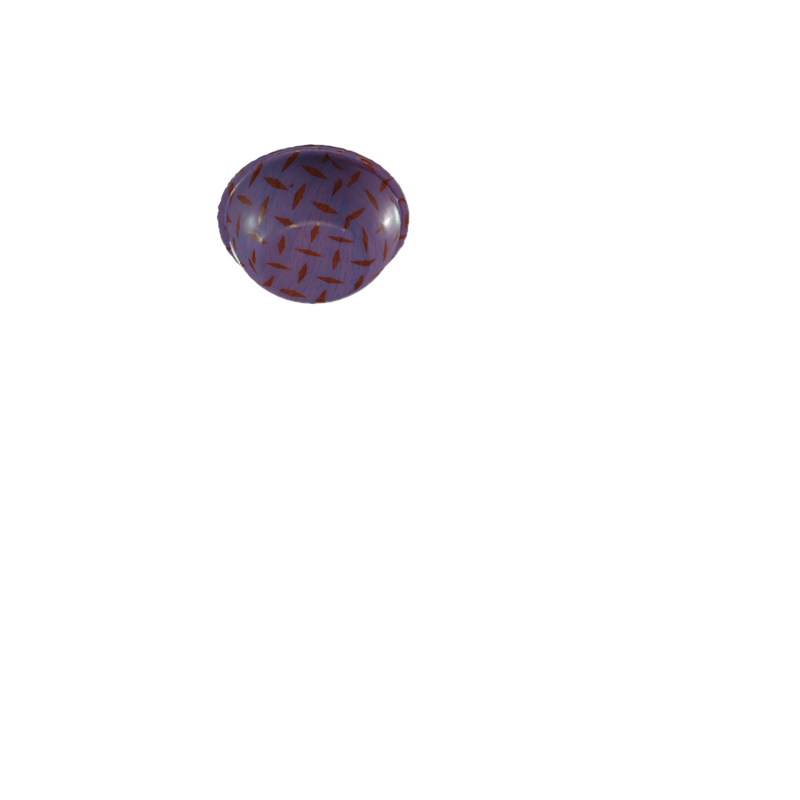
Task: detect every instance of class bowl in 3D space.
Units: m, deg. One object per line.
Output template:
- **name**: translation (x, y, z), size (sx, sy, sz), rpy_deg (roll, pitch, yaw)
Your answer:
- **bowl**: translation (-0.072, -0.130, 0.914), size (0.162, 0.059, 0.151), rpy_deg (1, -44, -1)
